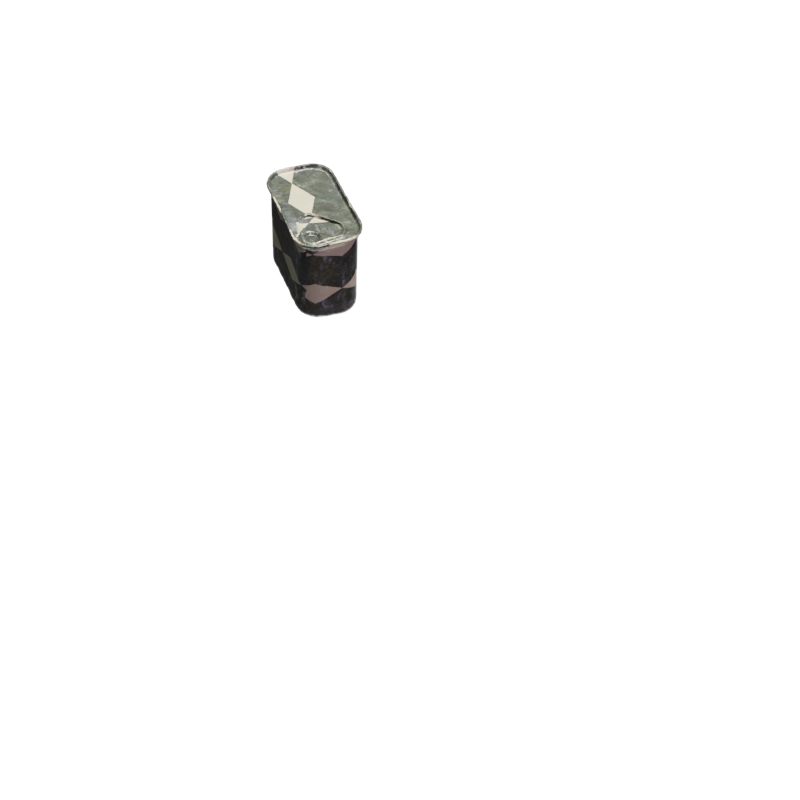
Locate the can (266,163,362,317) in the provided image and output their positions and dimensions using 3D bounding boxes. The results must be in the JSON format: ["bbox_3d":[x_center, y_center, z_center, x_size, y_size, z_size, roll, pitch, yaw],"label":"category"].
[{"bbox_3d":[-0.072,-0.131,0.915,0.057,0.078,0.110,-14,48,-16],"label":"can"}]
